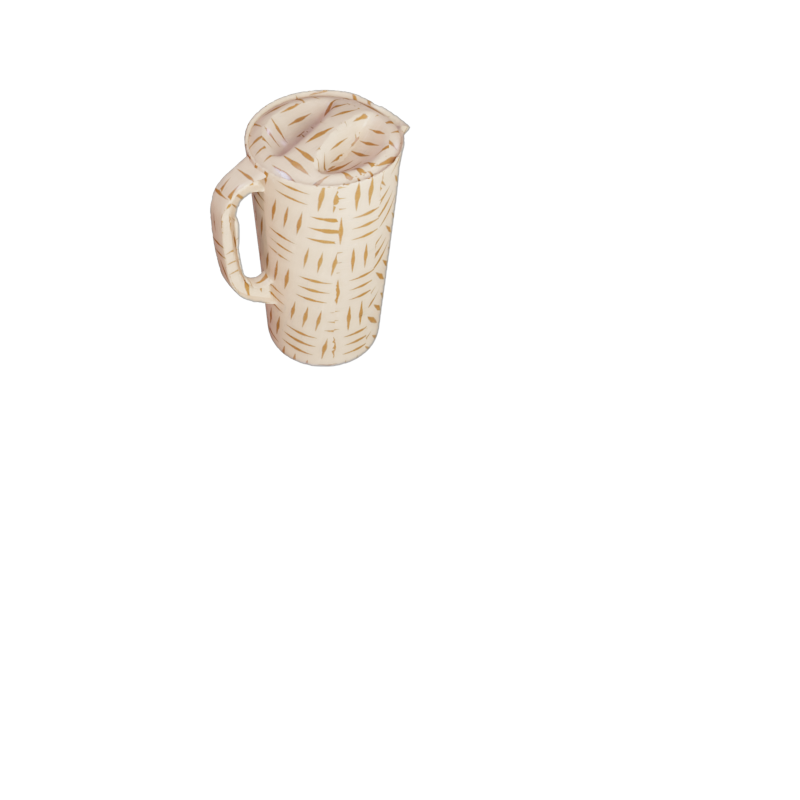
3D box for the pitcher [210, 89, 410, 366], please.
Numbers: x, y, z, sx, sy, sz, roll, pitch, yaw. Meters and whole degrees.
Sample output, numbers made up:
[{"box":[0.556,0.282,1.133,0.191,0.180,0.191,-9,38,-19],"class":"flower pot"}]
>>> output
[{"box":[-0.078,-0.141,0.990,0.151,0.154,0.226,9,-44,5],"class":"pitcher"}]
